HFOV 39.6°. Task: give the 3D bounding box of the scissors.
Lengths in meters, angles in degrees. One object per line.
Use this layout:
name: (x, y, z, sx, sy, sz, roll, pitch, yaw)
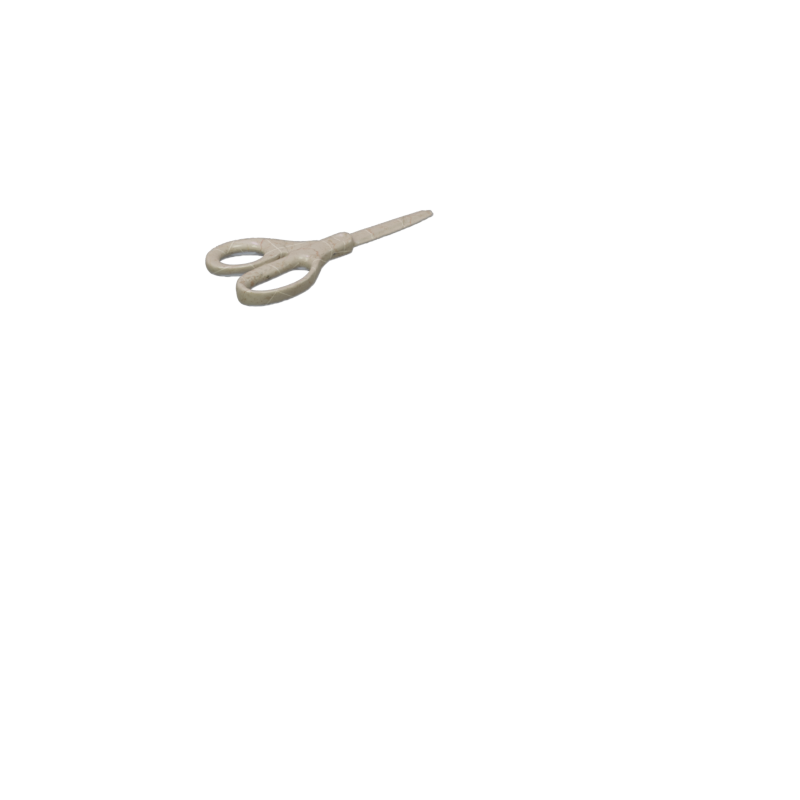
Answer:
scissors: (-0.066, -0.121, 0.847, 0.101, 0.015, 0.203, 19, 36, 27)
